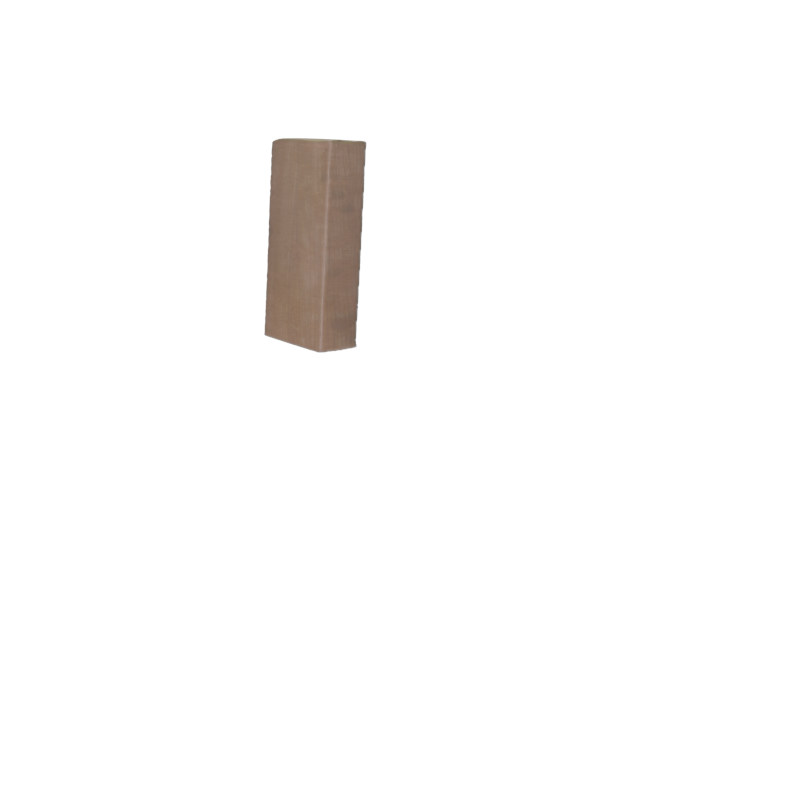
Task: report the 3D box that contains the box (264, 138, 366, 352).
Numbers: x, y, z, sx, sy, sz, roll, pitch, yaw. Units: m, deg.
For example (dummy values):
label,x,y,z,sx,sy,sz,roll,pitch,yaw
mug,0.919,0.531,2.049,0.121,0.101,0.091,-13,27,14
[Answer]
label,x,y,z,sx,sy,sz,roll,pitch,yaw
box,-0.075,-0.136,0.950,0.046,0.174,0.098,-4,9,-36
